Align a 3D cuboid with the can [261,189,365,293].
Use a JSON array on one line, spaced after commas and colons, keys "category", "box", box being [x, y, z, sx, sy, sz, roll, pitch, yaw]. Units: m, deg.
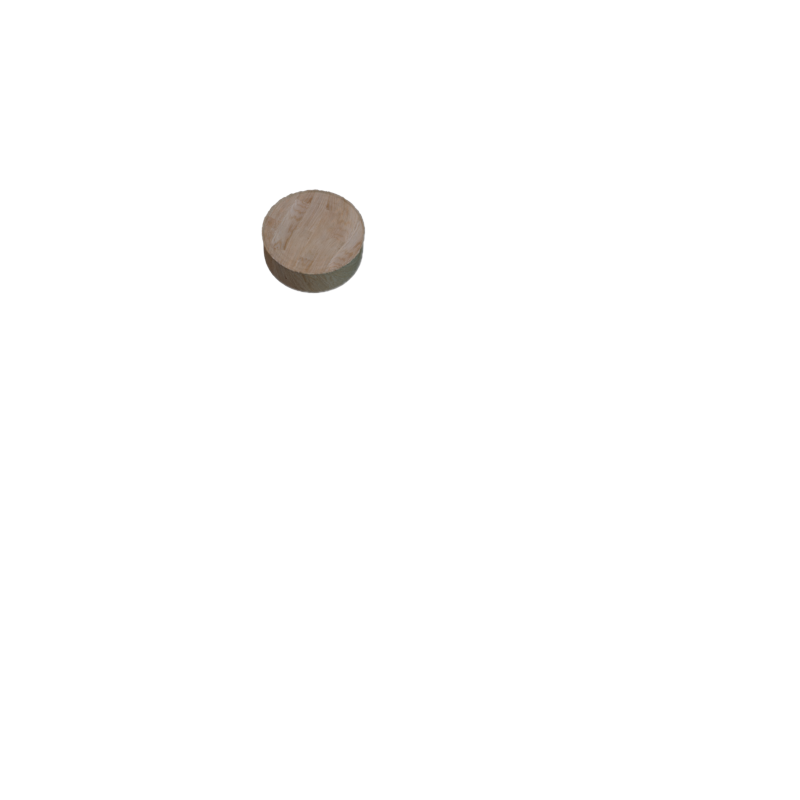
[{"category": "can", "box": [-0.073, -0.133, 0.929, 0.086, 0.092, 0.031, -1, -32, -1]}]
